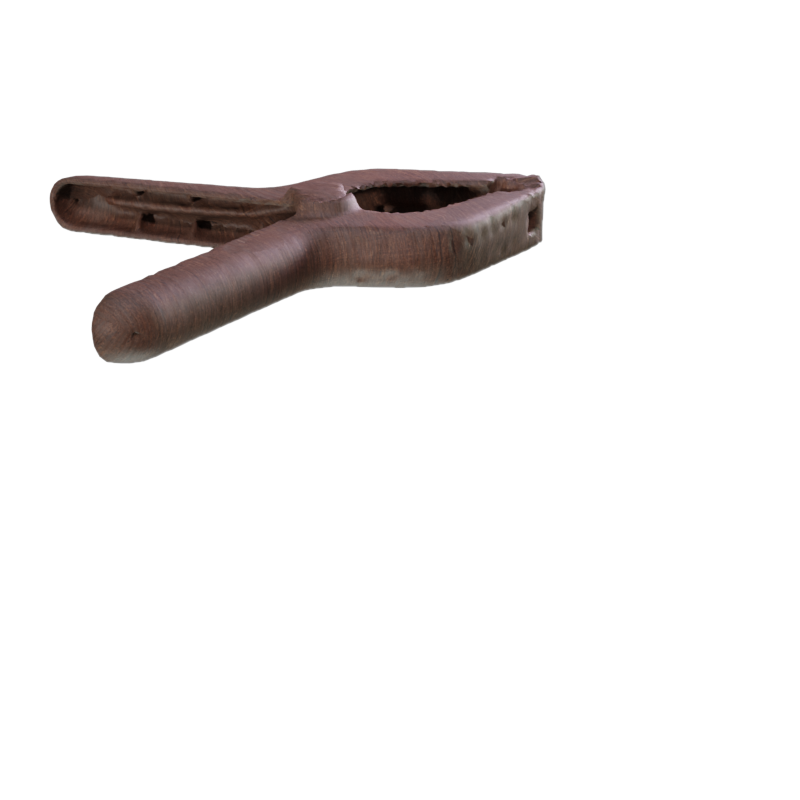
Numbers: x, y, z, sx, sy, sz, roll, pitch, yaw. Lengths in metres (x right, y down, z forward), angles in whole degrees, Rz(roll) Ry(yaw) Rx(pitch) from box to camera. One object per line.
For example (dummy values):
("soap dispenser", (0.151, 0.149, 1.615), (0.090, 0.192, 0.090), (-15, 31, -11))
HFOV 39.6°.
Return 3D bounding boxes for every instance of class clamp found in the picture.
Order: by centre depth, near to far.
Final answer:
("clamp", (-0.035, -0.063, 0.442), (0.207, 0.035, 0.175), (-6, 27, -11))
